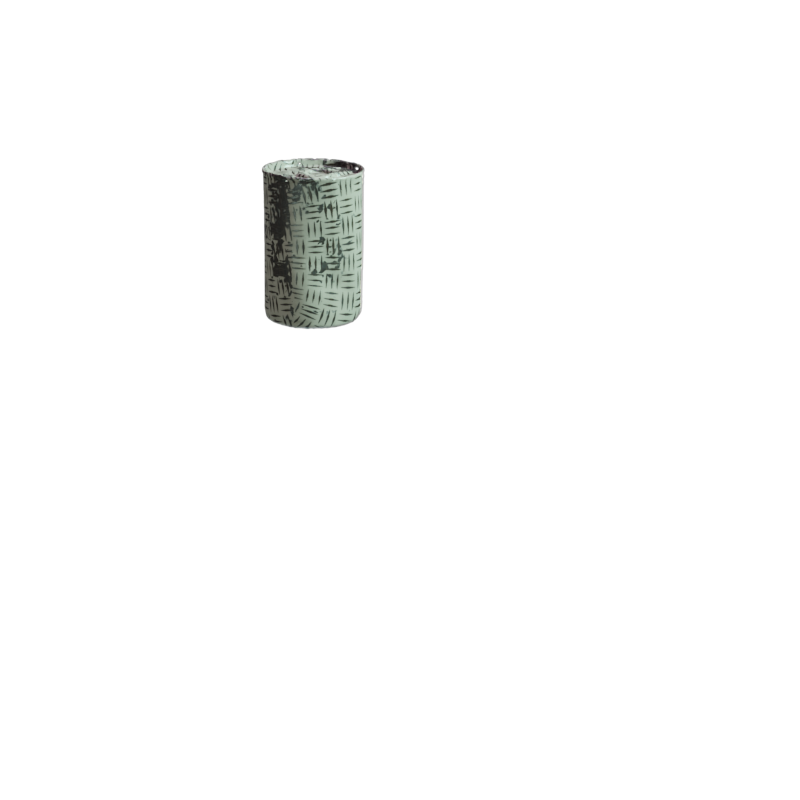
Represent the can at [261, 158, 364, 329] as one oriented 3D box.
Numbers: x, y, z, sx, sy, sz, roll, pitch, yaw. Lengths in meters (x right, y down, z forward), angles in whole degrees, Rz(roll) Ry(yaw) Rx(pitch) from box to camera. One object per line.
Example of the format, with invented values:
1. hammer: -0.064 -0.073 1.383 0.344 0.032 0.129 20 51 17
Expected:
1. can: -0.058 -0.106 0.745 0.068 0.098 0.071 0 18 -2
